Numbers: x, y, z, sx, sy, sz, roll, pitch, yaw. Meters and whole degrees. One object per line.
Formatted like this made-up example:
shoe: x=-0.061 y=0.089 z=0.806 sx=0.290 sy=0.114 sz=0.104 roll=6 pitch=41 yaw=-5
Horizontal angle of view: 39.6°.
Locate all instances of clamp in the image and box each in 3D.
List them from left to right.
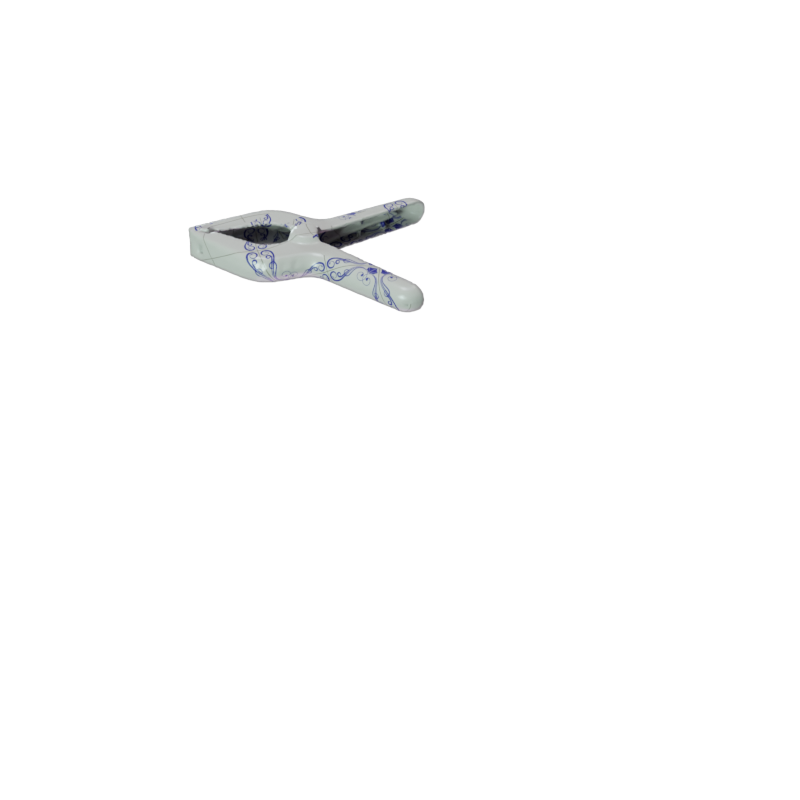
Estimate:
clamp: x=-0.075 y=-0.137 z=0.957 sx=0.213 sy=0.034 sz=0.173 roll=6 pitch=35 yaw=9
